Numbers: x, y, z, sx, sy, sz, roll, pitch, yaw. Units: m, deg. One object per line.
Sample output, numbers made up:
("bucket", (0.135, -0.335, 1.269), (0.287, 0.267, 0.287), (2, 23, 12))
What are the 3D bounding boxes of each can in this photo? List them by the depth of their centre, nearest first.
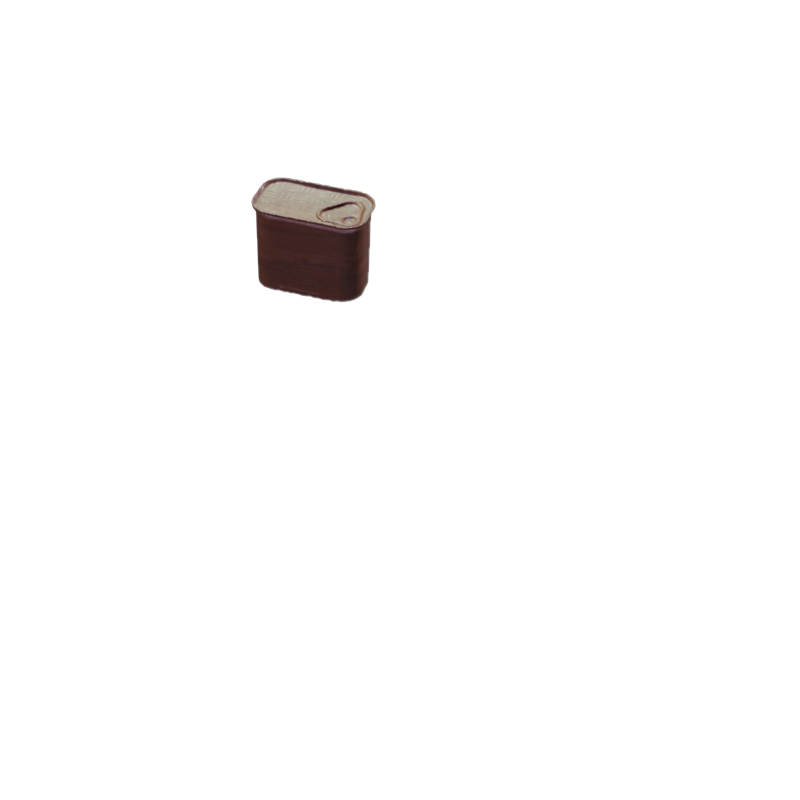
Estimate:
("can", (-0.075, -0.136, 0.956), (0.104, 0.078, 0.060), (13, 40, 13))
